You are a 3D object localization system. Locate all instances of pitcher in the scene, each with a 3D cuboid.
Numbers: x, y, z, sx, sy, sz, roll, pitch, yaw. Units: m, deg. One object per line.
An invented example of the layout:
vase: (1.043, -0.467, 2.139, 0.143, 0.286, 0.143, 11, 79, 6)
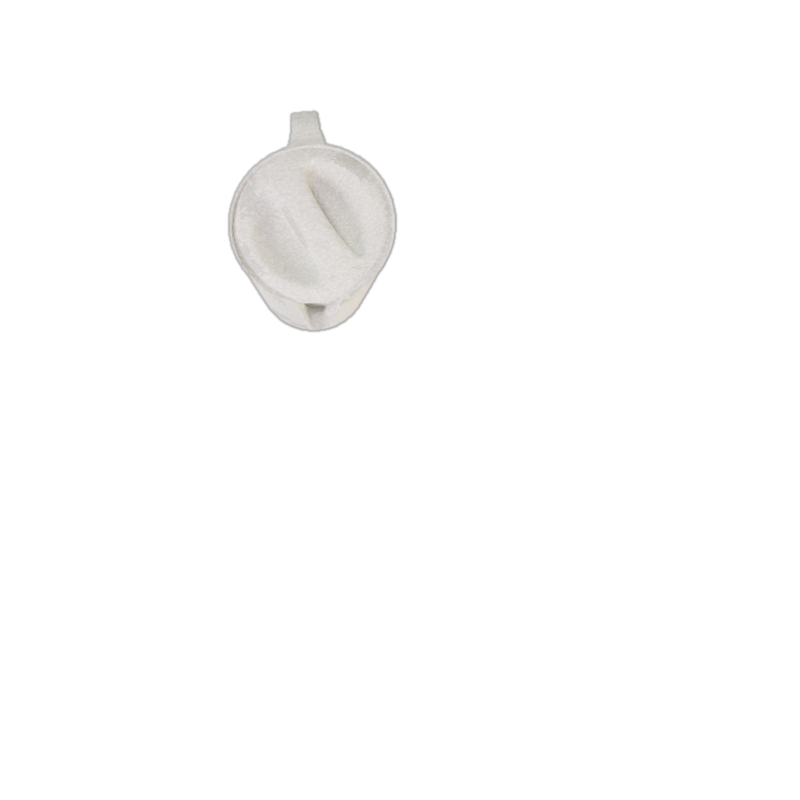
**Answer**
pitcher: (-0.078, -0.142, 0.993, 0.147, 0.150, 0.238, 39, -7, 2)
